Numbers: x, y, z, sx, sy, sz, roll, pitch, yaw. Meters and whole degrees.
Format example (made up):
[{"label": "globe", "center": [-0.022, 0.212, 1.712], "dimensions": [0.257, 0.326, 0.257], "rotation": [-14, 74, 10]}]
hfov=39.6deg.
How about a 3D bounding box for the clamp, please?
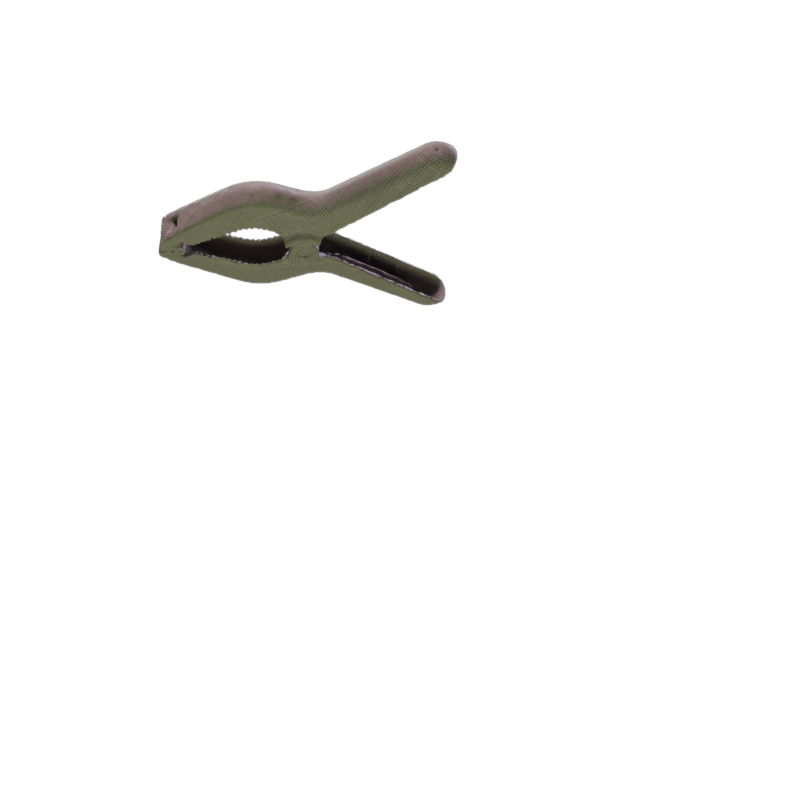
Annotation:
[{"label": "clamp", "center": [-0.061, -0.111, 0.776], "dimensions": [0.211, 0.039, 0.152], "rotation": [-4, -34, 7]}]
